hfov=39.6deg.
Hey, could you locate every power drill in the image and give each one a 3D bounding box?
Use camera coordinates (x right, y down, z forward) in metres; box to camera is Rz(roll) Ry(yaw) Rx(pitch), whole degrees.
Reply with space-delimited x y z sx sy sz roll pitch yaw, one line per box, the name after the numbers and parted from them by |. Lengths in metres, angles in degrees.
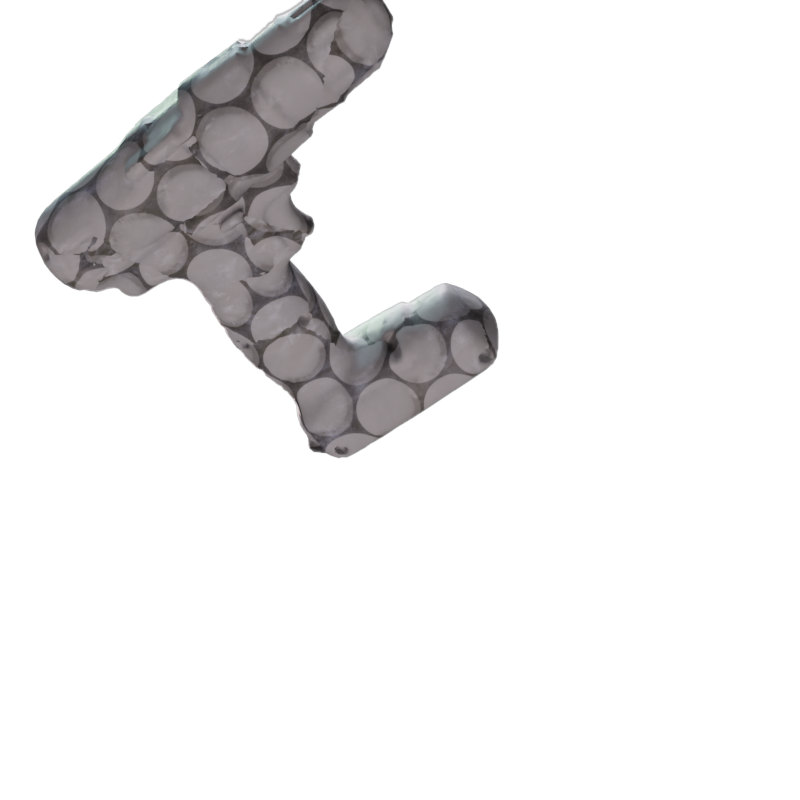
-0.039 -0.071 0.495 0.183 0.177 0.061 -33 28 20 | power drill
